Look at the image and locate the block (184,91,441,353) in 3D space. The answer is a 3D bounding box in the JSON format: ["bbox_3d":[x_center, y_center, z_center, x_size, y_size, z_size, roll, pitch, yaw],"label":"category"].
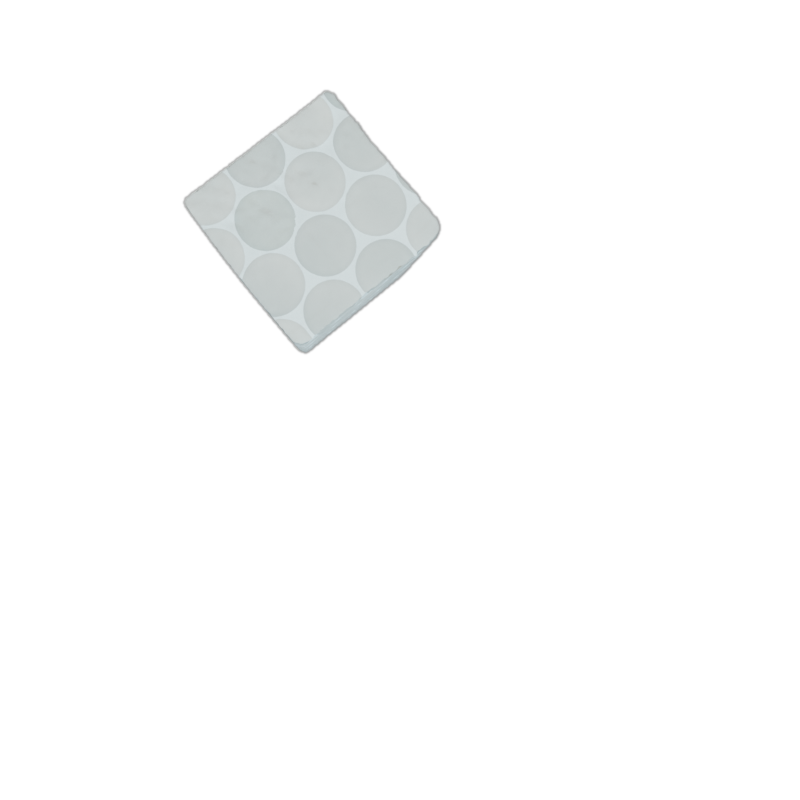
[{"bbox_3d":[-0.048,-0.088,0.619,0.091,0.091,0.205,-39,2,-3],"label":"block"}]
